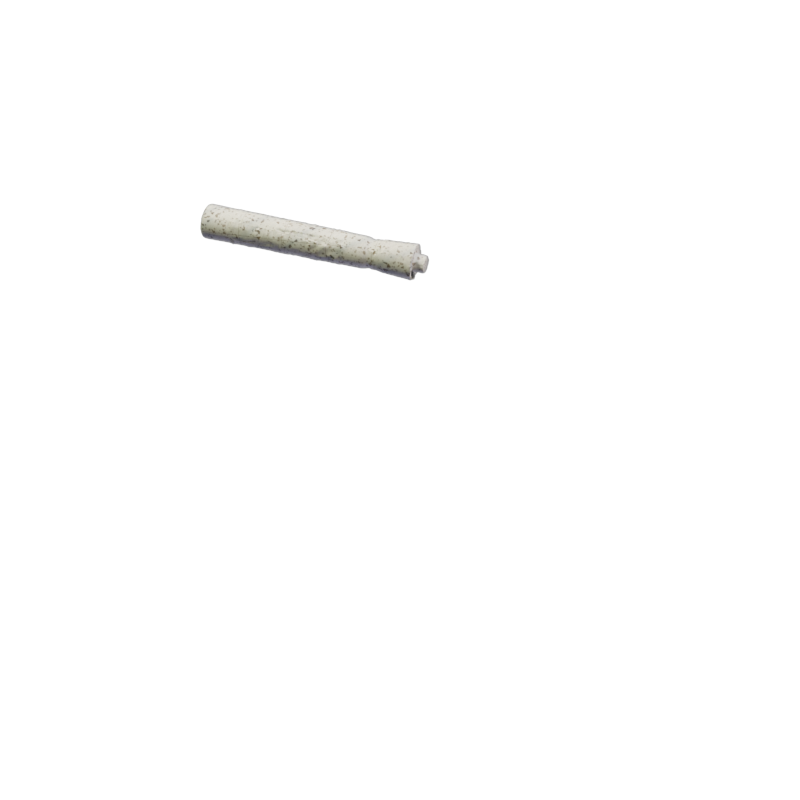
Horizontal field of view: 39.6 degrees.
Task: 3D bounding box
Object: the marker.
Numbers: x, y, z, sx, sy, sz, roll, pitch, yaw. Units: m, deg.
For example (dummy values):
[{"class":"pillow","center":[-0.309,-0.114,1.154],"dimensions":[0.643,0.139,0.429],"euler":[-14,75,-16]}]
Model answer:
[{"class":"marker","center":[-0.045,-0.081,0.570],"dimensions":[0.125,0.020,0.019],"euler":[14,8,18]}]
